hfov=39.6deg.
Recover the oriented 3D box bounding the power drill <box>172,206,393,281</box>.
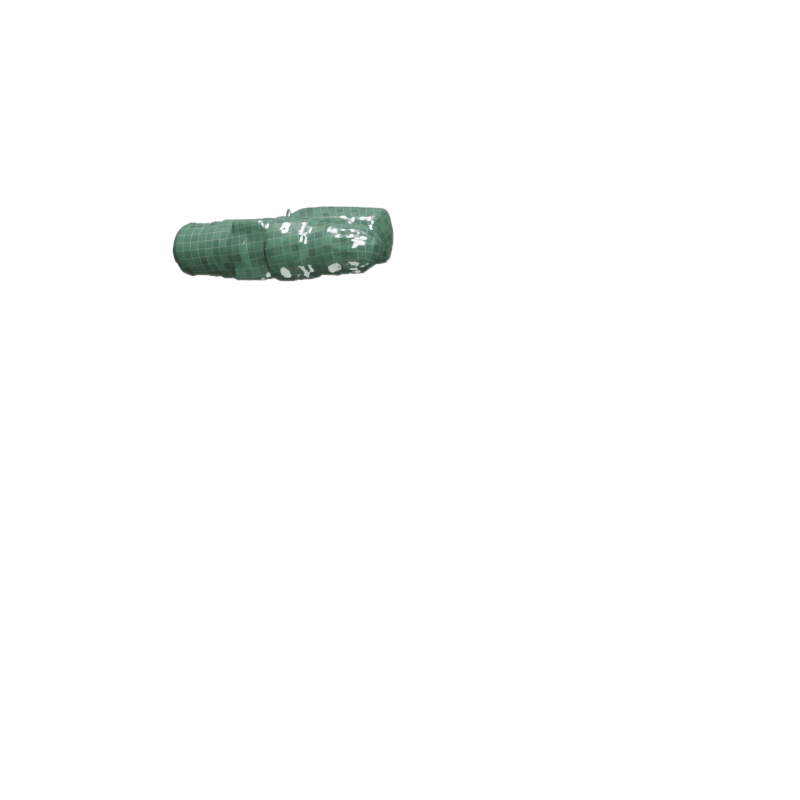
[{"bbox_3d":[-0.075,-0.137,0.956,0.191,0.056,0.184,5,11,24],"label":"power drill"}]
